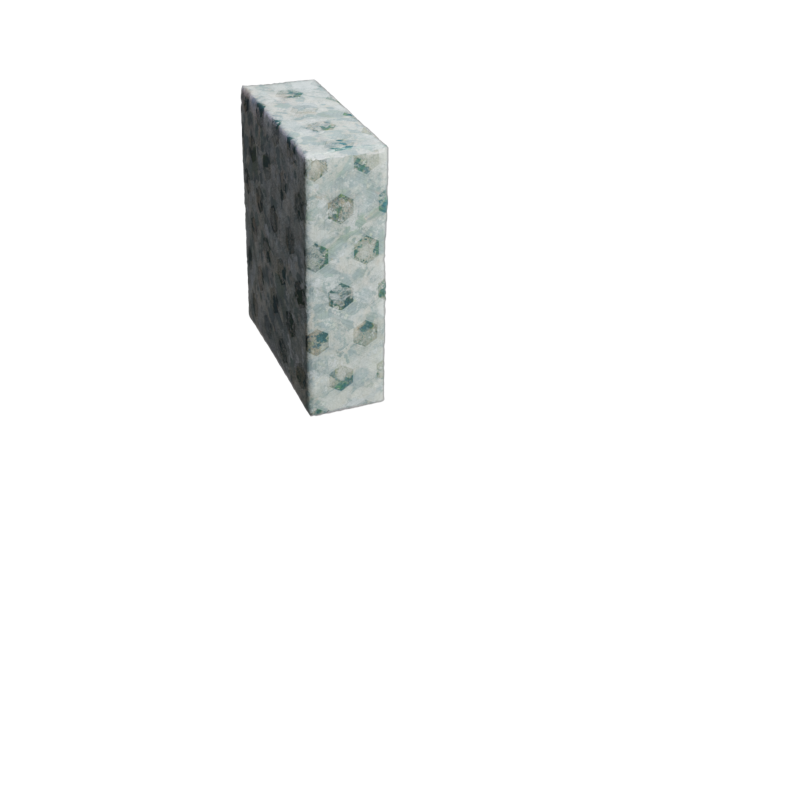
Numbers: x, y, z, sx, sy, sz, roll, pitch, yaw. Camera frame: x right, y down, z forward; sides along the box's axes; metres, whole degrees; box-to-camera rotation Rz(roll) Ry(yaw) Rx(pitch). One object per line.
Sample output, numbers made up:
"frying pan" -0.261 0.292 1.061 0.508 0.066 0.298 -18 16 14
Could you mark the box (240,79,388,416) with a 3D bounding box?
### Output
"box" -0.068 -0.123 0.863 0.071 0.202 0.177 -9 32 -20
